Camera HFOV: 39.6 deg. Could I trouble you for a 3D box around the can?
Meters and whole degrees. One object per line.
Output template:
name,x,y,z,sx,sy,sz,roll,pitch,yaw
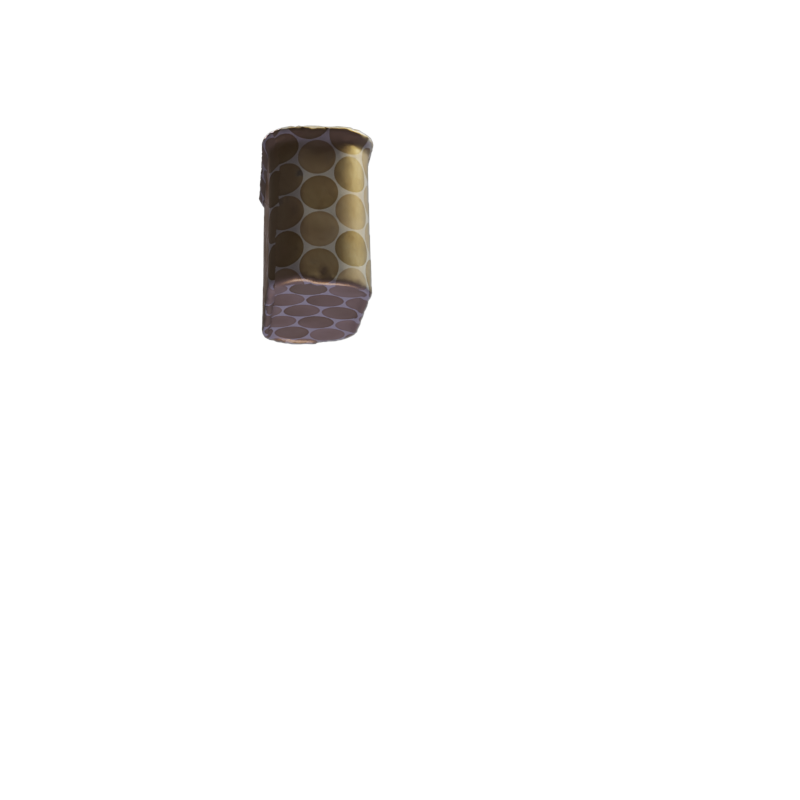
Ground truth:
can,-0.046,-0.083,0.582,0.057,0.088,0.098,1,-19,-7
